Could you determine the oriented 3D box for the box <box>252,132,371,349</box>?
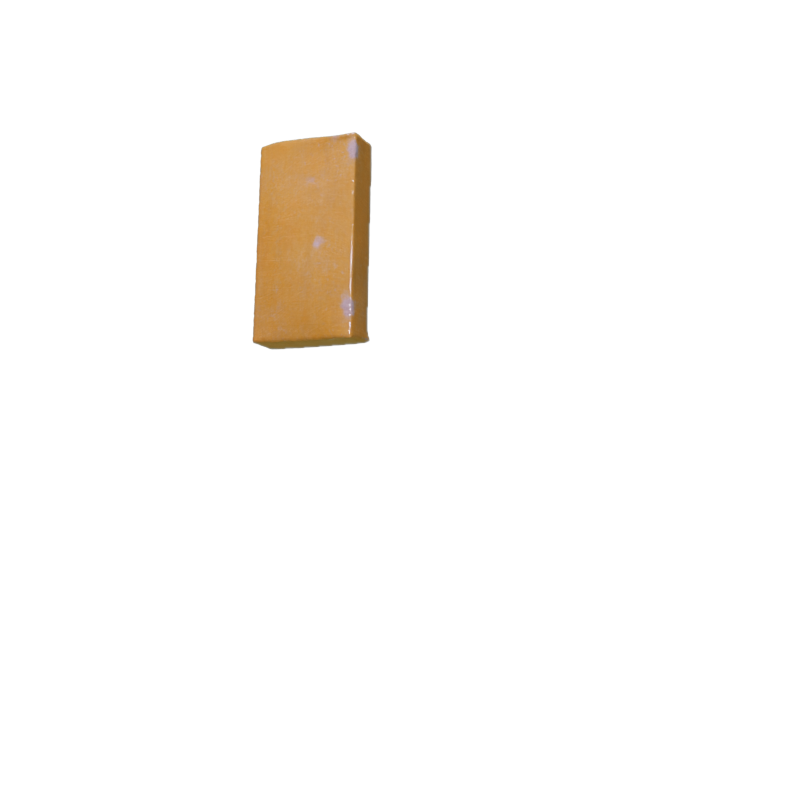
[{"bbox_3d":[-0.074,-0.134,0.940,0.095,0.182,0.046,-5,-13,22],"label":"box"}]
